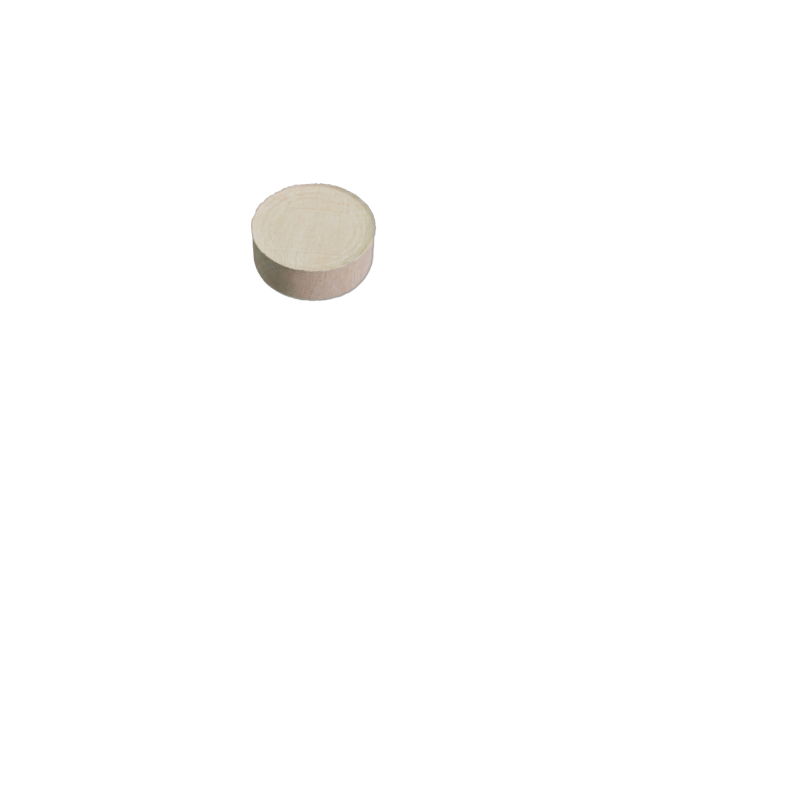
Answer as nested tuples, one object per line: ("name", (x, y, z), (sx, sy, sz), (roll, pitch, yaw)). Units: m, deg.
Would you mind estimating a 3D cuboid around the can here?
("can", (-0.060, -0.110, 0.770), (0.086, 0.092, 0.031), (-1, -41, -1))
